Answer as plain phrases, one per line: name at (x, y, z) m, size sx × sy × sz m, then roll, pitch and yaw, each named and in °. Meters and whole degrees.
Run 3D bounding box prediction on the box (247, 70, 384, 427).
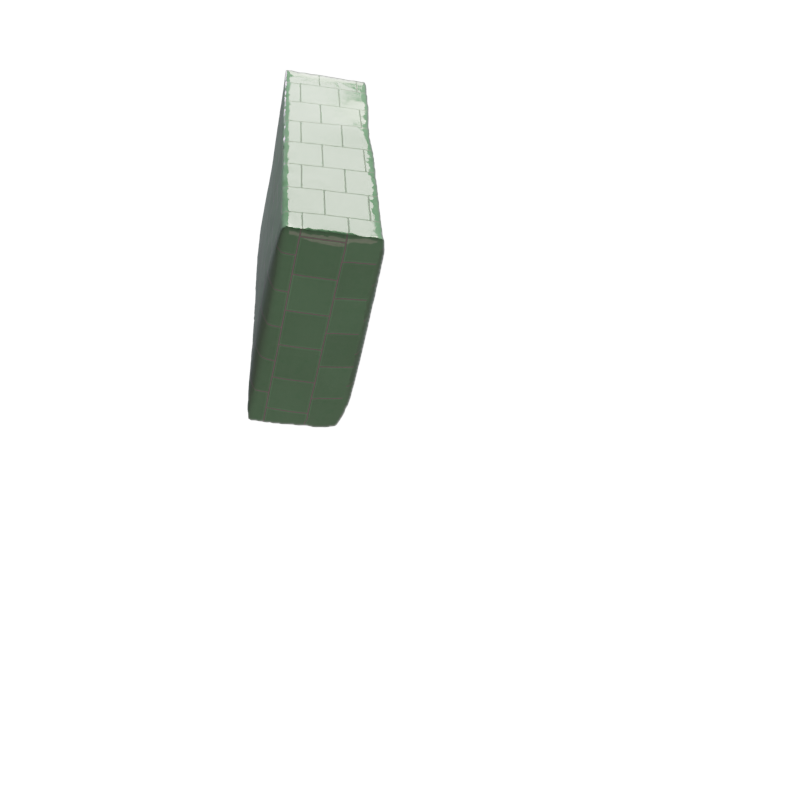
box at (-0.062, -0.113, 0.793) m, size 0.071 × 0.155 × 0.229 m, roll 7°, pitch 38°, yaw -10°
